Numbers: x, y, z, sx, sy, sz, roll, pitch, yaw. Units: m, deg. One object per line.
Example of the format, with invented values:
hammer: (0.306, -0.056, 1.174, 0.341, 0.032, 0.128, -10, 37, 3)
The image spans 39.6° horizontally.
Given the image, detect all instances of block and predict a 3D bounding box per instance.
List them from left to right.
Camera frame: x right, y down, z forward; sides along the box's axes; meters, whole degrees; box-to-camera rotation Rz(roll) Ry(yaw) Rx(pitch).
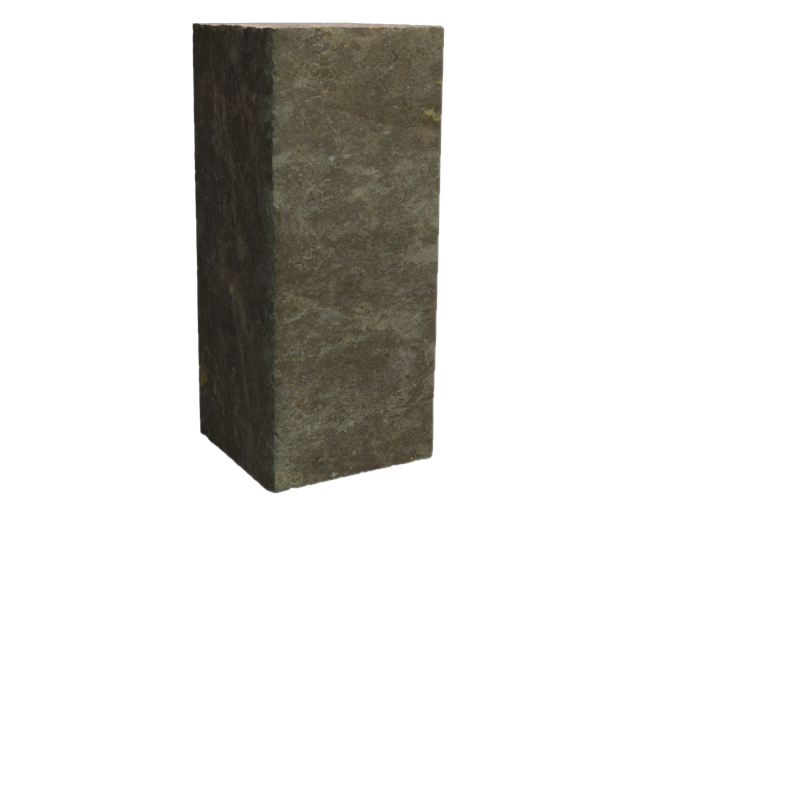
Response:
block: (-0.042, -0.076, 0.534, 0.088, 0.200, 0.095, -7, 16, -30)
